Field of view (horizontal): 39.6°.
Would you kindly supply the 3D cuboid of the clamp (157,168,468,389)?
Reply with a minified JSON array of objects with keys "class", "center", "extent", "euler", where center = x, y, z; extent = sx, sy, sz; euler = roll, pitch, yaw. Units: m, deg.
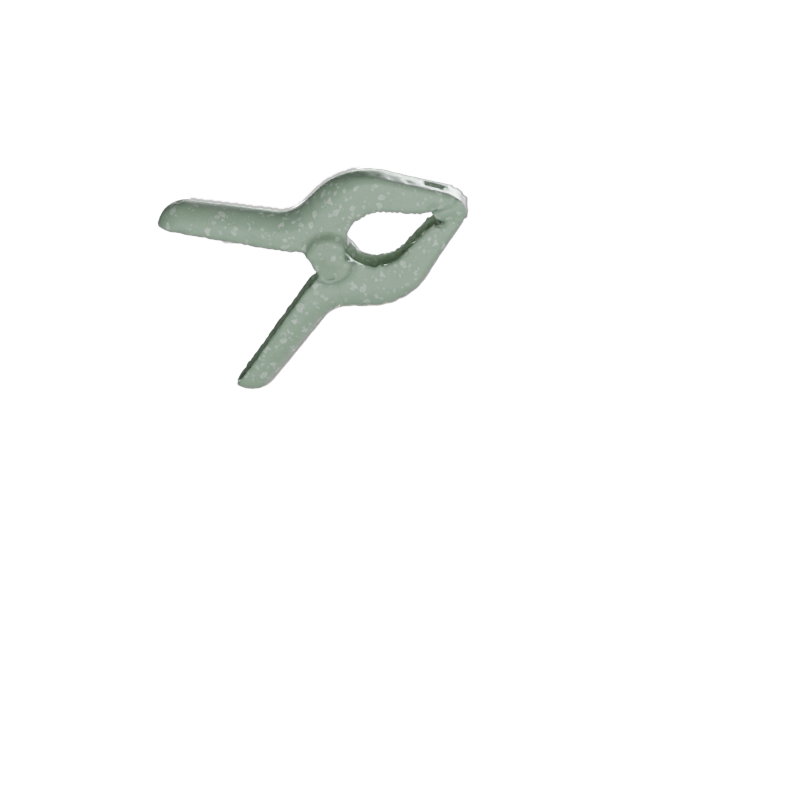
[{"class":"clamp","center":[-0.049,-0.089,0.625],"extent":[0.171,0.114,0.041],"euler":[-29,21,12]}]
